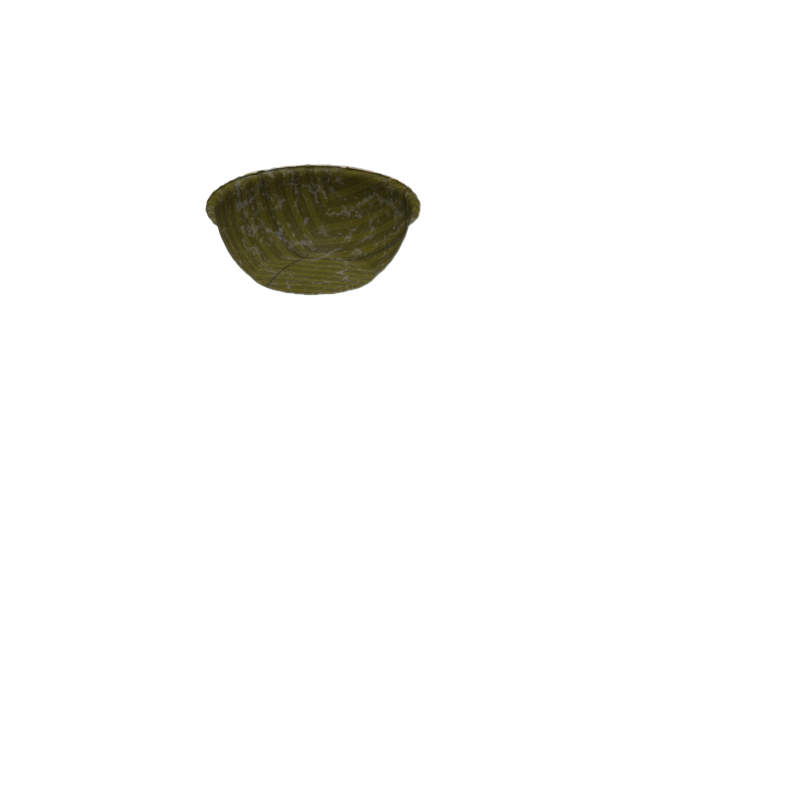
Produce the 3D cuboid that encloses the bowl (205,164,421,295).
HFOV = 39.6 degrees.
[{"bbox_3d":[-0.064,-0.118,0.823,0.162,0.057,0.156,0,-14,-2],"label":"bowl"}]
